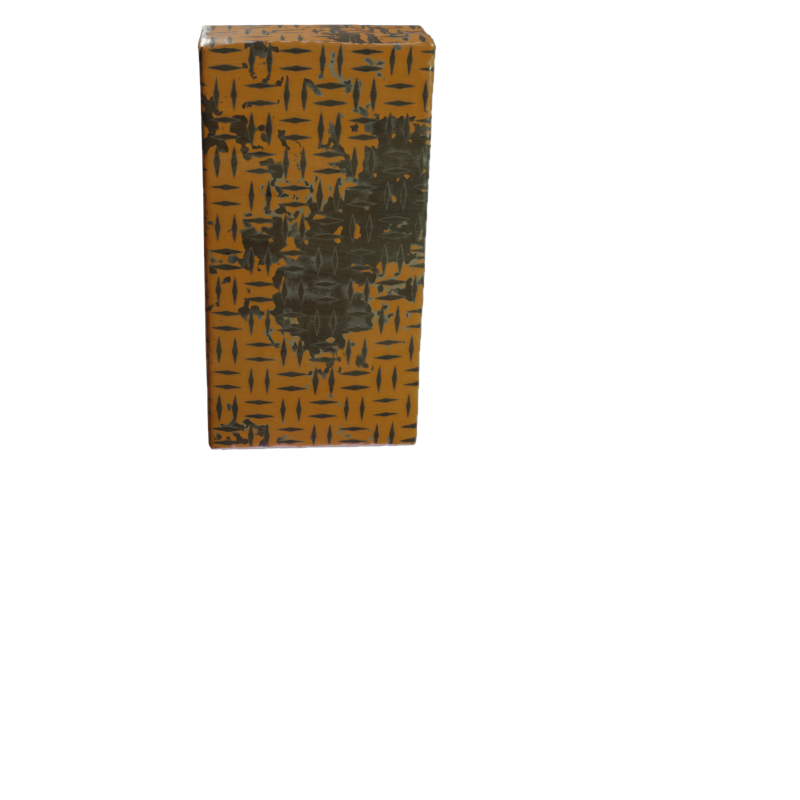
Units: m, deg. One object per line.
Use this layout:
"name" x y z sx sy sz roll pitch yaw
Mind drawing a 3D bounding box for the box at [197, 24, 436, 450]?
"box" -0.036 -0.066 0.464 0.093 0.167 0.051 -1 24 -5
